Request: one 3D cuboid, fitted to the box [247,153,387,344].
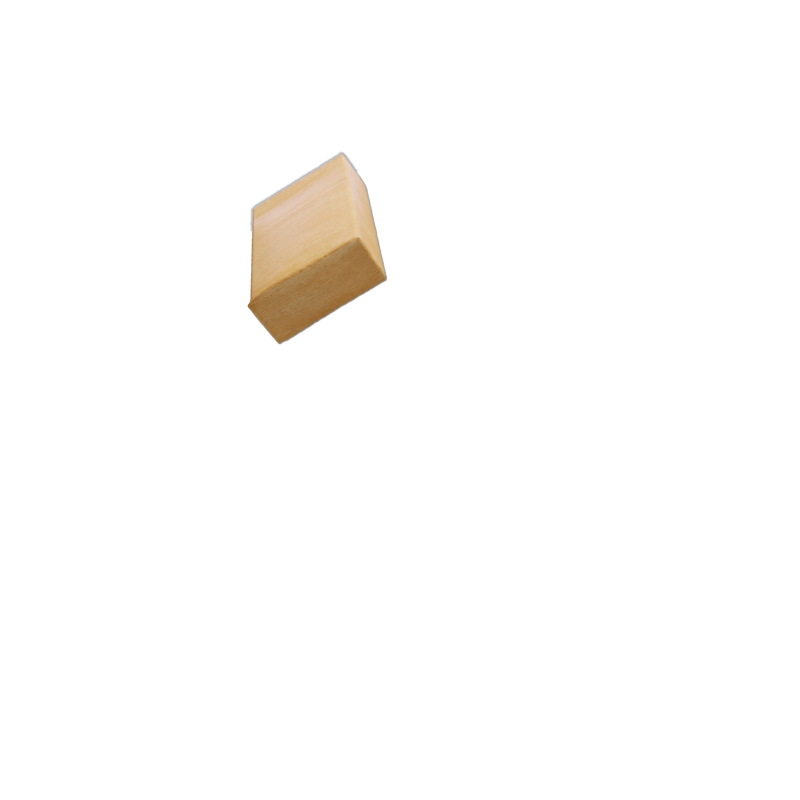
[{"bbox_3d":[-0.065,-0.119,0.833,0.093,0.045,0.186,-30,26,11],"label":"box"}]
